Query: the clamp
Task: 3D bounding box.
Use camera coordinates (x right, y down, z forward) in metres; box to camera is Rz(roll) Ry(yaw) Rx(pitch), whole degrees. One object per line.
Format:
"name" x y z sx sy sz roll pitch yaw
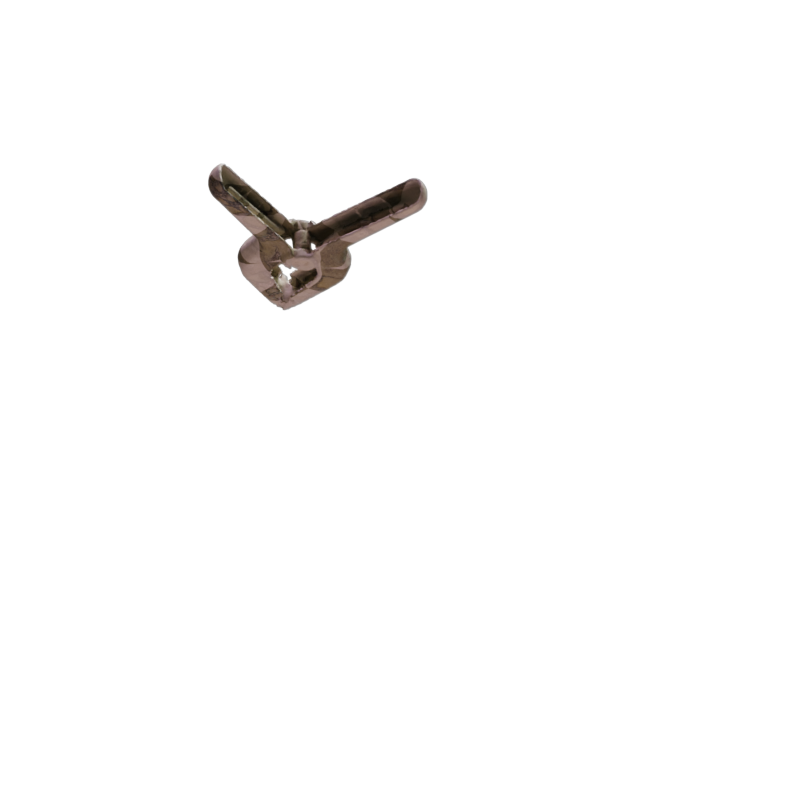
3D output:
"clamp" -0.070 -0.128 0.899 0.164 0.038 0.200 2 -22 -5
